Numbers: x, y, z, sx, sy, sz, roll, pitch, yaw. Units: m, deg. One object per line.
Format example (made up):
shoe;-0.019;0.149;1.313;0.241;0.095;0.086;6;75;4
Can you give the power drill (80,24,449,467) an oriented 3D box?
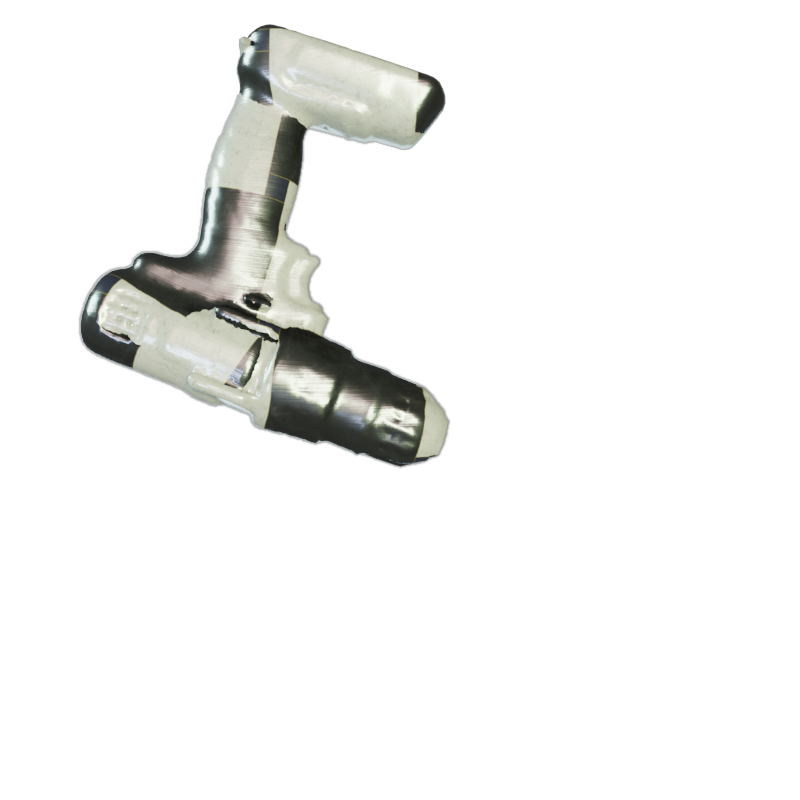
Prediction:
power drill;-0.043;-0.078;0.545;0.186;0.192;0.056;20;-11;4
